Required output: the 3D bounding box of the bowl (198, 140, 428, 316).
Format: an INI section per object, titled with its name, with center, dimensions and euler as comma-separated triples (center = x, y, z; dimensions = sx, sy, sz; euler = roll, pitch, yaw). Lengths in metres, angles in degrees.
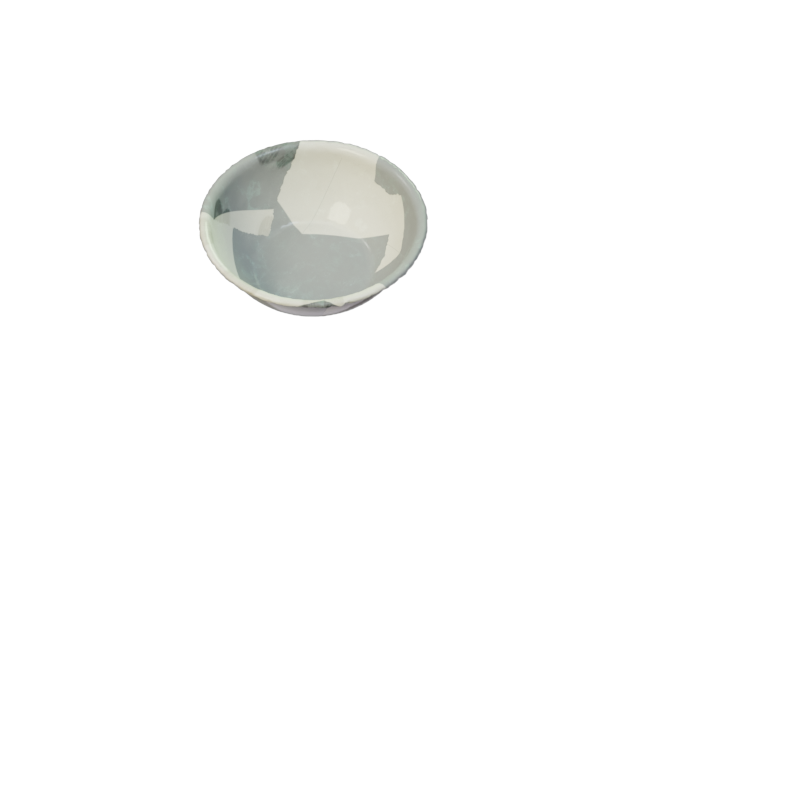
[bowl]
center = -0.063, -0.114, 0.800
dimensions = 0.162, 0.174, 0.051
euler = -1, -38, -1
